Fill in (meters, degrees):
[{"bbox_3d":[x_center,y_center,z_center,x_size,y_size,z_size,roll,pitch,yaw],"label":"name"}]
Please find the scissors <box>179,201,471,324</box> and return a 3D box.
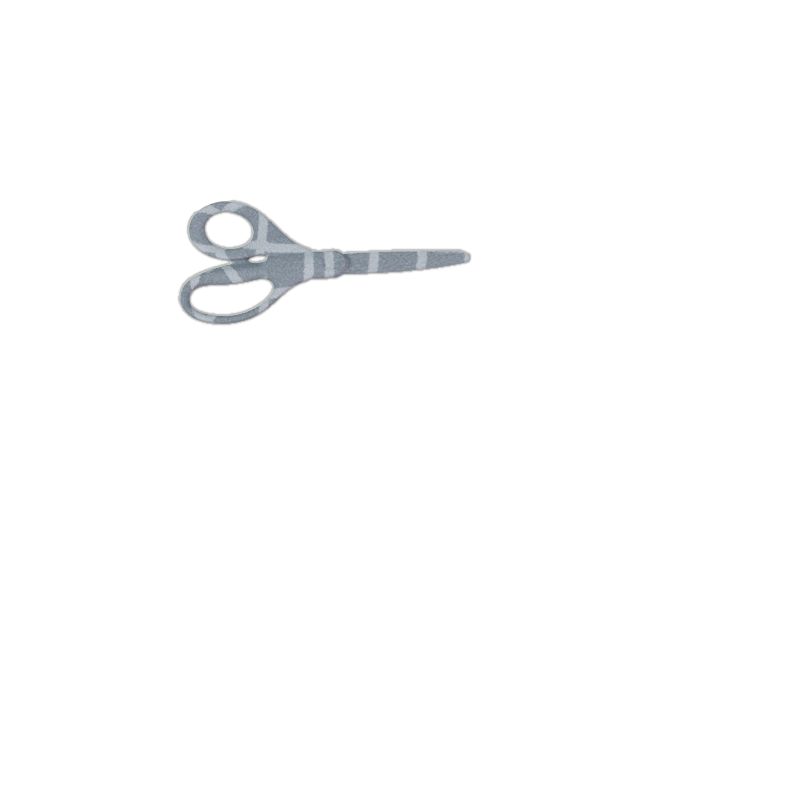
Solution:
[{"bbox_3d":[-0.061,-0.111,0.778,0.201,0.100,0.015,-18,-14,-5],"label":"scissors"}]
